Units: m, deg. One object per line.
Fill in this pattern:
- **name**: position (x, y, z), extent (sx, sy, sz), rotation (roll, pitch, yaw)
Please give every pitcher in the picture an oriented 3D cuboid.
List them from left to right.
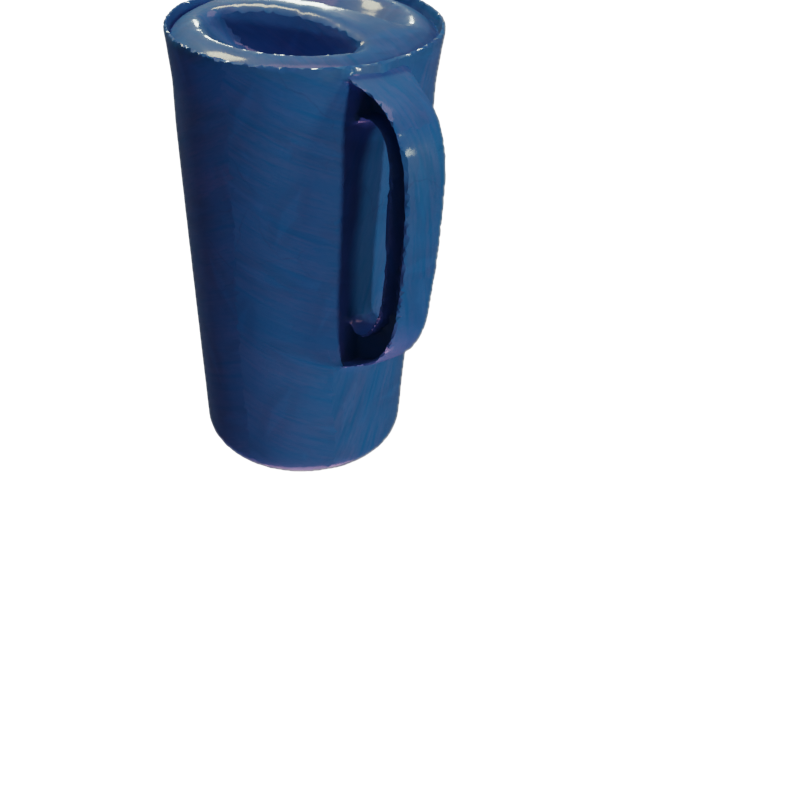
- **pitcher**: position (-0.045, -0.081, 0.569), extent (0.147, 0.228, 0.156), rotation (8, 32, 9)
